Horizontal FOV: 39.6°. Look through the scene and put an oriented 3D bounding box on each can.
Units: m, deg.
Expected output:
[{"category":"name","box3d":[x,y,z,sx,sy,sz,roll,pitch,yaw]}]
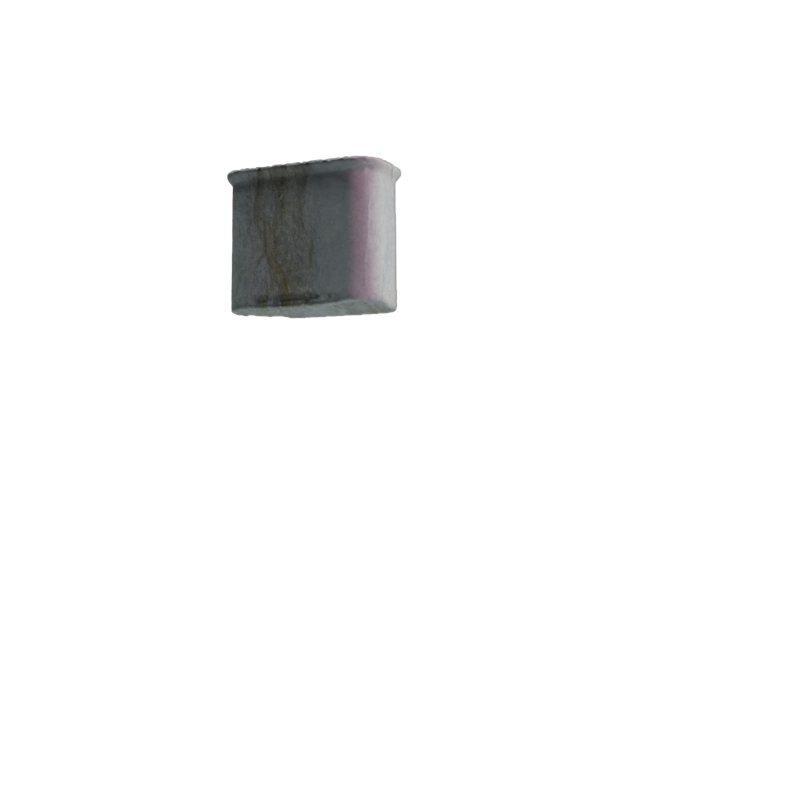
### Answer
[{"category":"can","box3d":[-0.051,-0.093,0.653,0.104,0.086,0.055,-3,-9,23]}]
